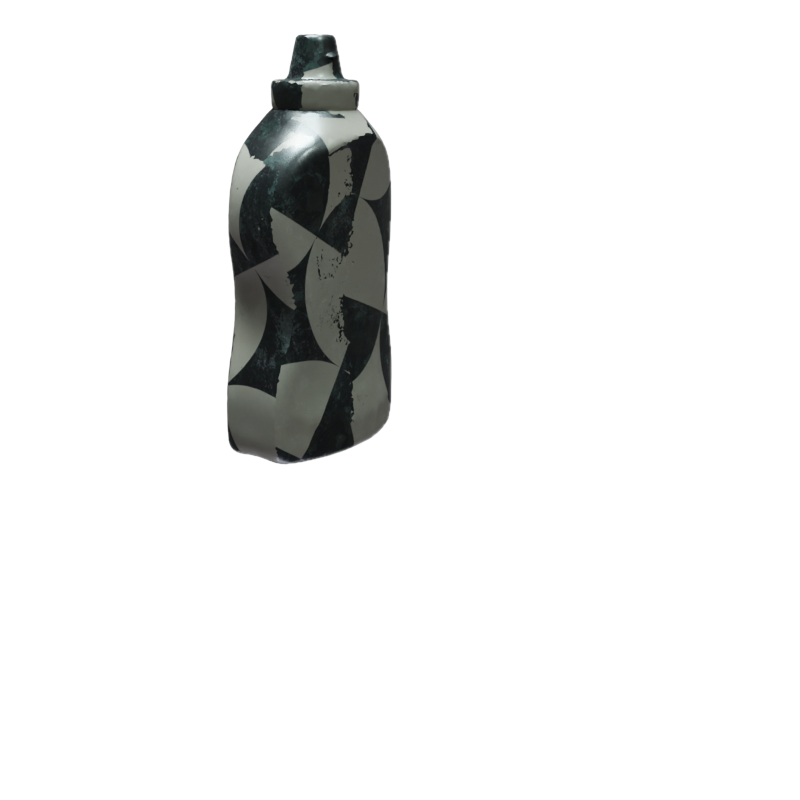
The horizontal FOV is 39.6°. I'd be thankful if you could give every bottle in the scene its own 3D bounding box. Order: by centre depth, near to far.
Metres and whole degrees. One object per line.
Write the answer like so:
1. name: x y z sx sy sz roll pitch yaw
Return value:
1. bottle: -0.040 -0.075 0.522 0.061 0.187 0.094 7 12 35
